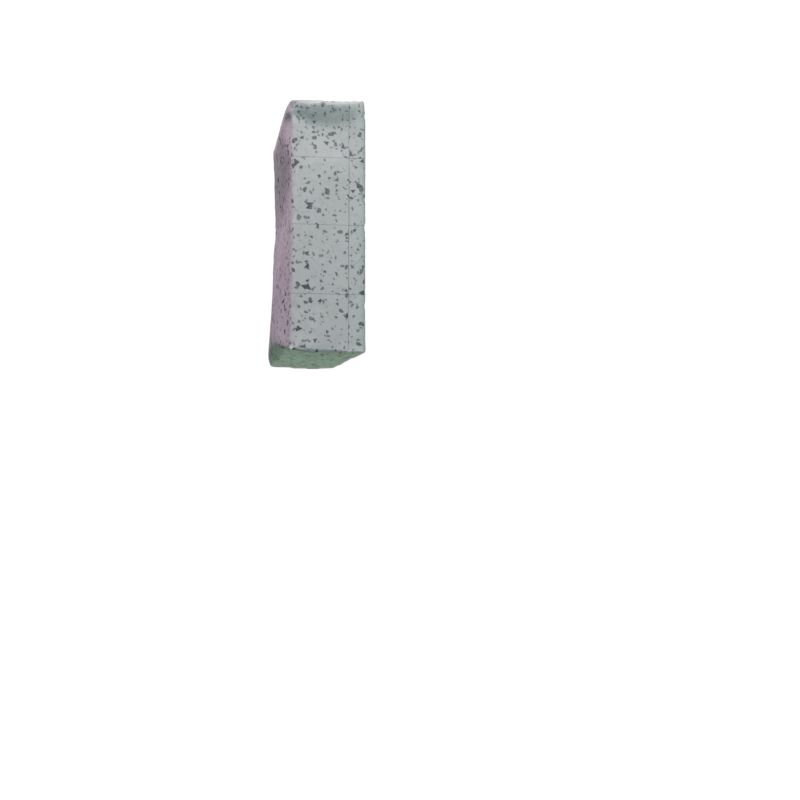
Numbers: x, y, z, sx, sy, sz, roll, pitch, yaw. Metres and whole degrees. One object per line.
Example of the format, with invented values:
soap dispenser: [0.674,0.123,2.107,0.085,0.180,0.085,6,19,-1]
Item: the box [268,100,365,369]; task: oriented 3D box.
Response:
box: [-0.077,-0.140,0.980,0.071,0.219,0.163,1,-8,-11]
